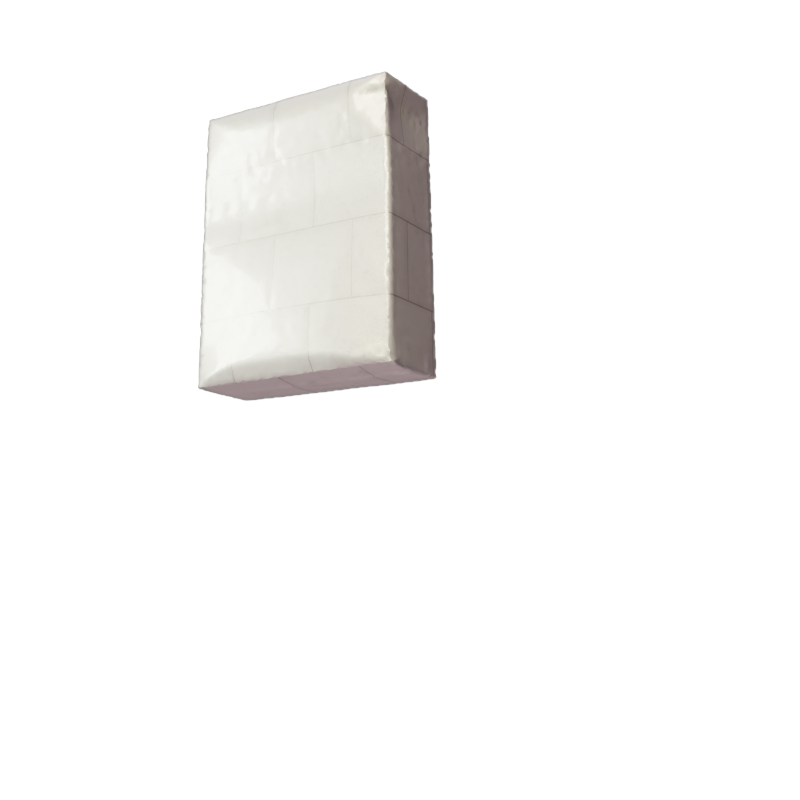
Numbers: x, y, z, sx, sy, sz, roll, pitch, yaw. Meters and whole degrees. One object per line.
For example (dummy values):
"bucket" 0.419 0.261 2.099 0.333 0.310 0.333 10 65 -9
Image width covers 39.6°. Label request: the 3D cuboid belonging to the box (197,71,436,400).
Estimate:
"box" -0.063 -0.116 0.809 0.168 0.222 0.067 -9 -18 29
